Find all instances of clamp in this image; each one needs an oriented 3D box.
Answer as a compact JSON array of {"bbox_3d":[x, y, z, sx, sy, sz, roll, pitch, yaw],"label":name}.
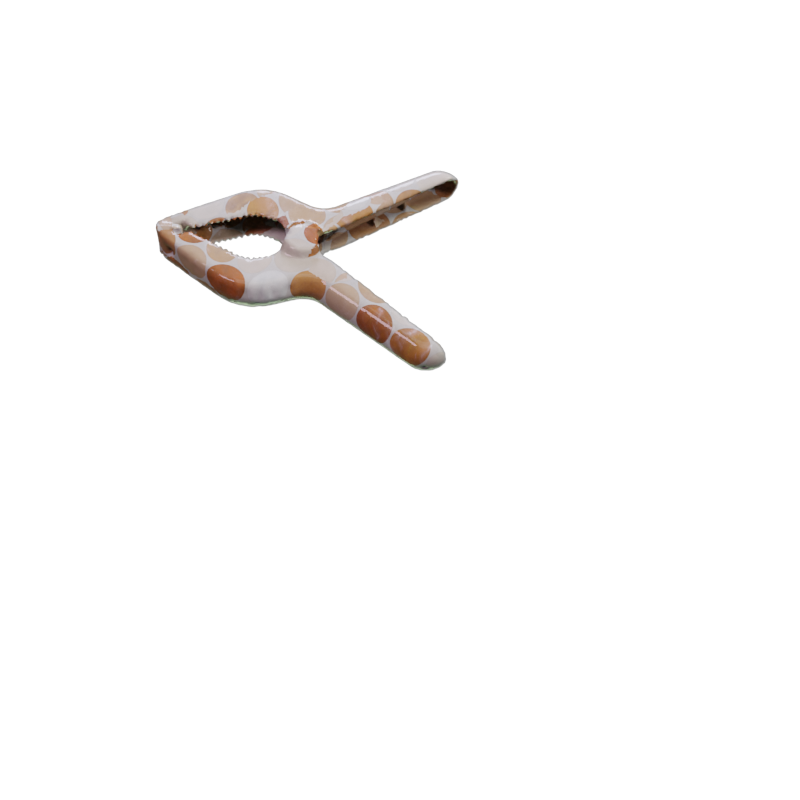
[{"bbox_3d":[-0.059,-0.108,0.759,0.213,0.174,0.034,11,-37,8],"label":"clamp"}]
